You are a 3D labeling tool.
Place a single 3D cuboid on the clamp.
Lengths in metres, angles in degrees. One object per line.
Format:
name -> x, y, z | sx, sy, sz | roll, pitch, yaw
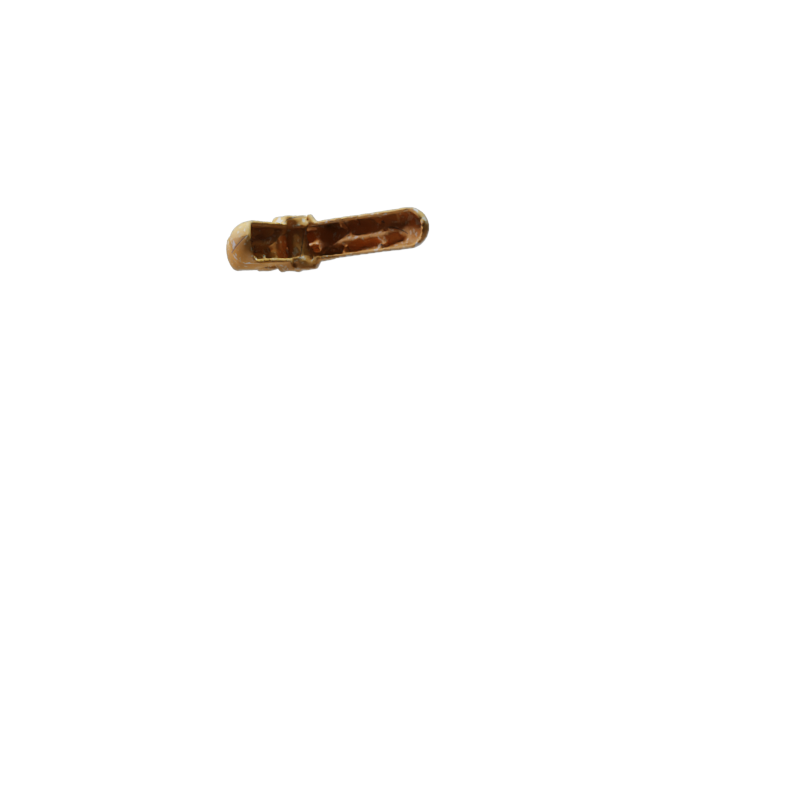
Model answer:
clamp -> -0.056, -0.101, 0.709 | 0.118, 0.039, 0.175 | -1, 7, -12
